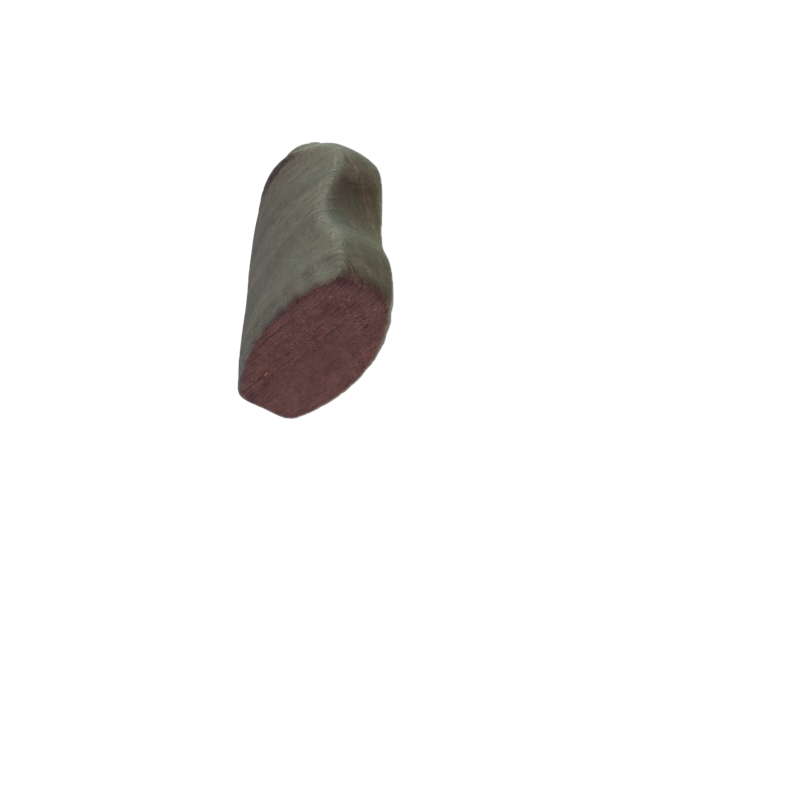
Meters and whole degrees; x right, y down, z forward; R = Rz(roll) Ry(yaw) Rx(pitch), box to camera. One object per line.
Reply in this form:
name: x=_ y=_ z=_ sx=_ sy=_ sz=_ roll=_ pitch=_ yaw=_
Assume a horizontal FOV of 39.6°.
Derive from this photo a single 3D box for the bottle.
bottle: x=-0.047 y=-0.086 z=0.607 sx=0.056 sy=0.093 sz=0.205 roll=26 pitch=34 yaw=-23
